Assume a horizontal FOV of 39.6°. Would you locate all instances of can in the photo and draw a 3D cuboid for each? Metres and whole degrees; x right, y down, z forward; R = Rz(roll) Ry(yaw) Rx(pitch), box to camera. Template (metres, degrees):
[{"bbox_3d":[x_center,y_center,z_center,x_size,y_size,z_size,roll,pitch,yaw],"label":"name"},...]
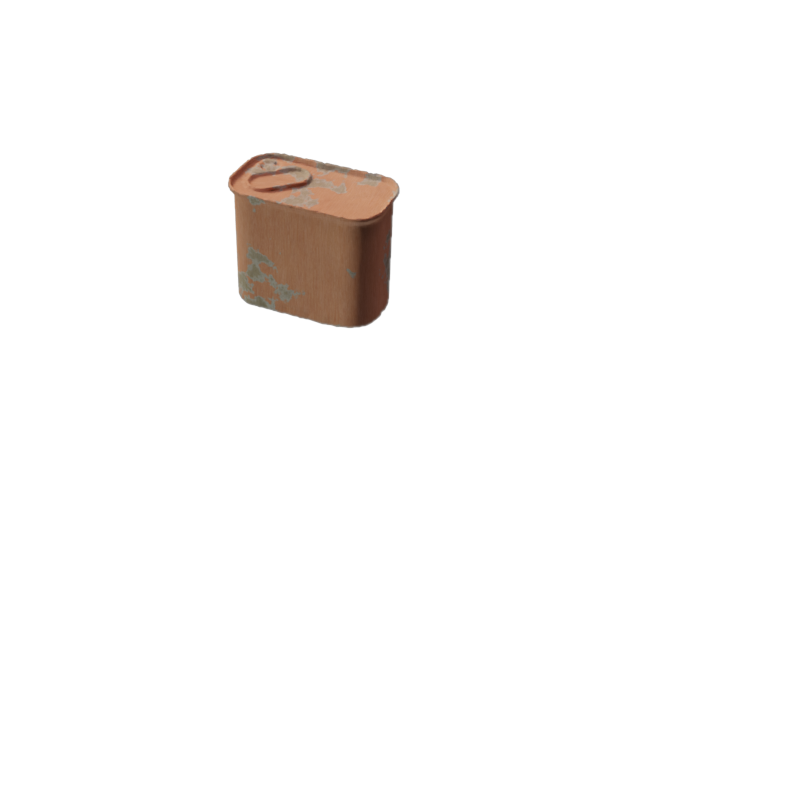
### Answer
[{"bbox_3d":[-0.054,-0.099,0.691,0.106,0.078,0.059,16,38,19],"label":"can"}]
